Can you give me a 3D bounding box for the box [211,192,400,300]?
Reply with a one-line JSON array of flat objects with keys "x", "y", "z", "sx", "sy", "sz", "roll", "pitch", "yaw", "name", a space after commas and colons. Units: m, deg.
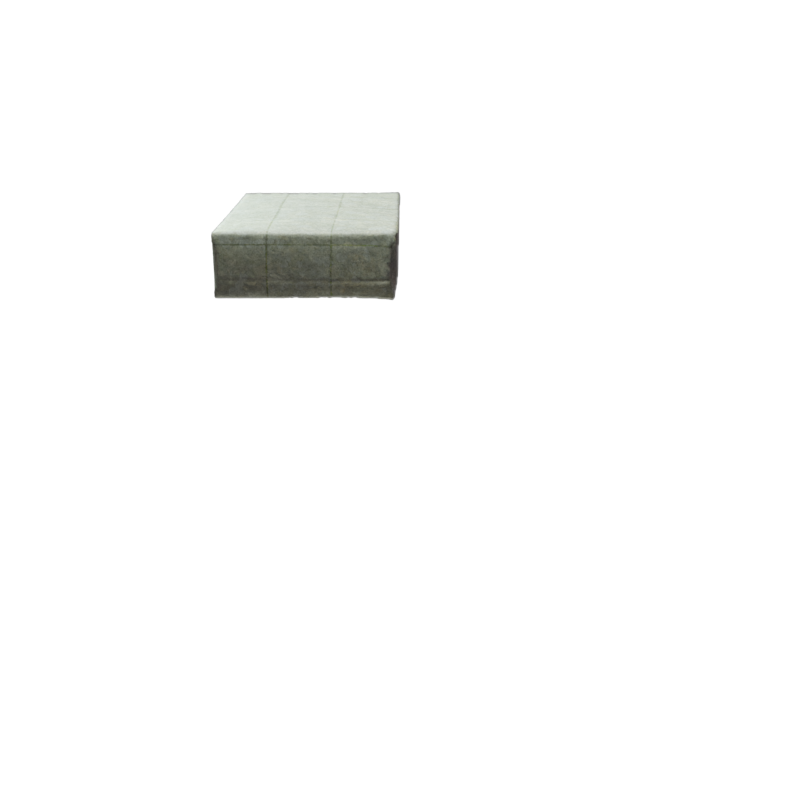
[{"x": -0.045, "y": -0.083, "z": 0.582, "sx": 0.090, "sy": 0.038, "sz": 0.117, "roll": 1, "pitch": 17, "yaw": 2, "name": "box"}]
